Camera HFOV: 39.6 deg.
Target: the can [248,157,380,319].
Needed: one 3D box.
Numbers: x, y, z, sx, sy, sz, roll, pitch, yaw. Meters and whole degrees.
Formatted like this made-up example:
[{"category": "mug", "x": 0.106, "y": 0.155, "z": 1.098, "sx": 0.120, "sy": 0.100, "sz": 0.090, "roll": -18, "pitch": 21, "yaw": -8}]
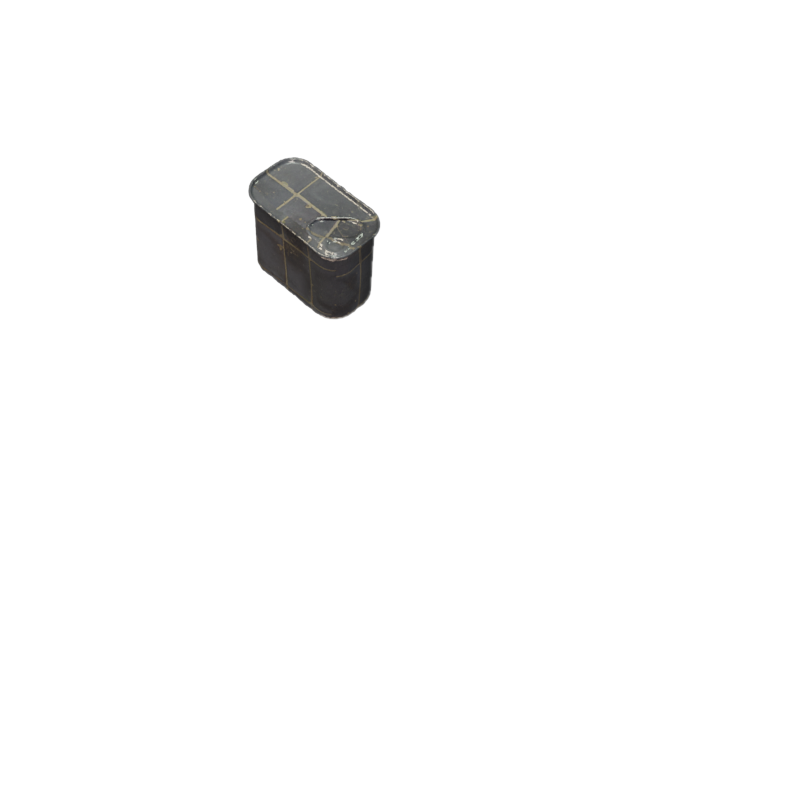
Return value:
[{"category": "can", "x": -0.065, "y": -0.120, "z": 0.838, "sx": 0.058, "sy": 0.078, "sz": 0.108, "roll": -38, "pitch": 63, "yaw": -25}]
